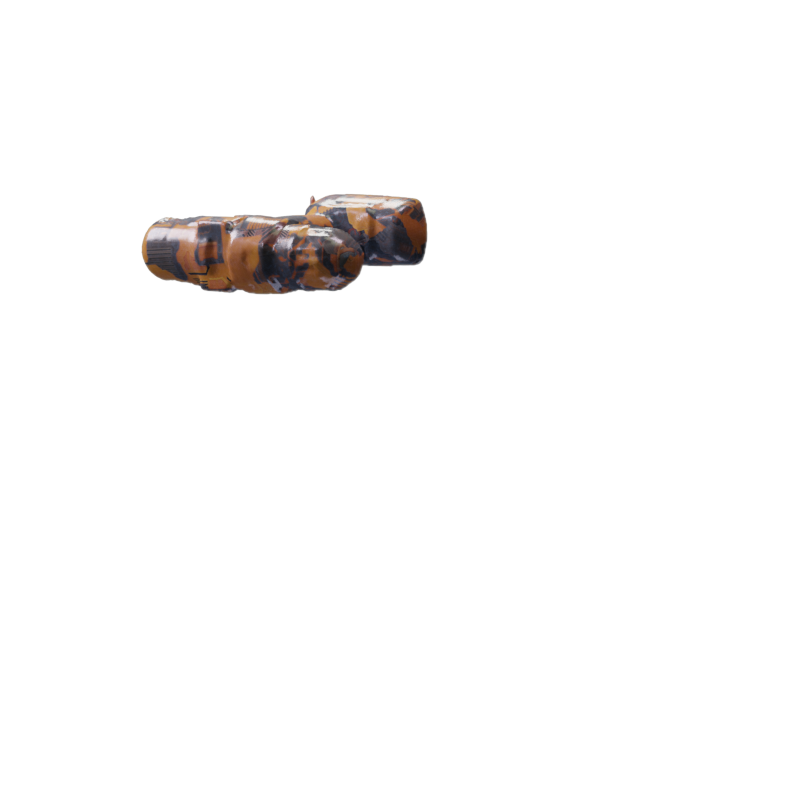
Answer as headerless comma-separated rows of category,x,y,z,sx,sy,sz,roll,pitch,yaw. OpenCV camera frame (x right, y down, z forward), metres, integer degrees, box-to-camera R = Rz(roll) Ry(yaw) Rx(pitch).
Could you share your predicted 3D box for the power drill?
power drill,-0.062,-0.113,0.795,0.193,0.056,0.183,10,17,37
